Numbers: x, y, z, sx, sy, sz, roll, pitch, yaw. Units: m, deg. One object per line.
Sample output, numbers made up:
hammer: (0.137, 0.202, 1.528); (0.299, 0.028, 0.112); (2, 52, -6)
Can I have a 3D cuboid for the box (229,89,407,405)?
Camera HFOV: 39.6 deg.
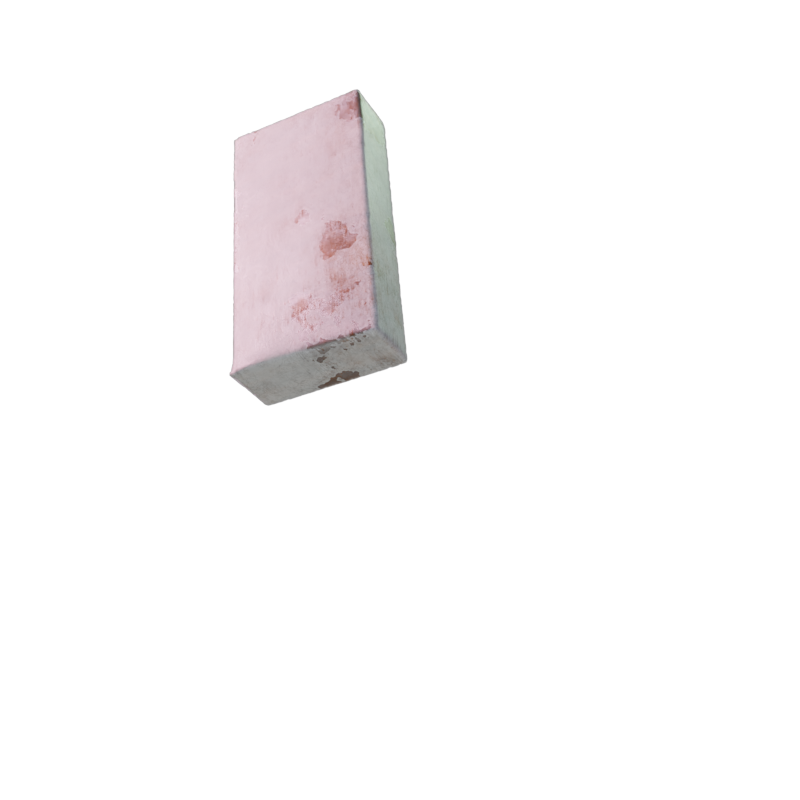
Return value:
box: (-0.051, -0.093, 0.651); (0.094, 0.189, 0.044); (-18, -38, 21)
